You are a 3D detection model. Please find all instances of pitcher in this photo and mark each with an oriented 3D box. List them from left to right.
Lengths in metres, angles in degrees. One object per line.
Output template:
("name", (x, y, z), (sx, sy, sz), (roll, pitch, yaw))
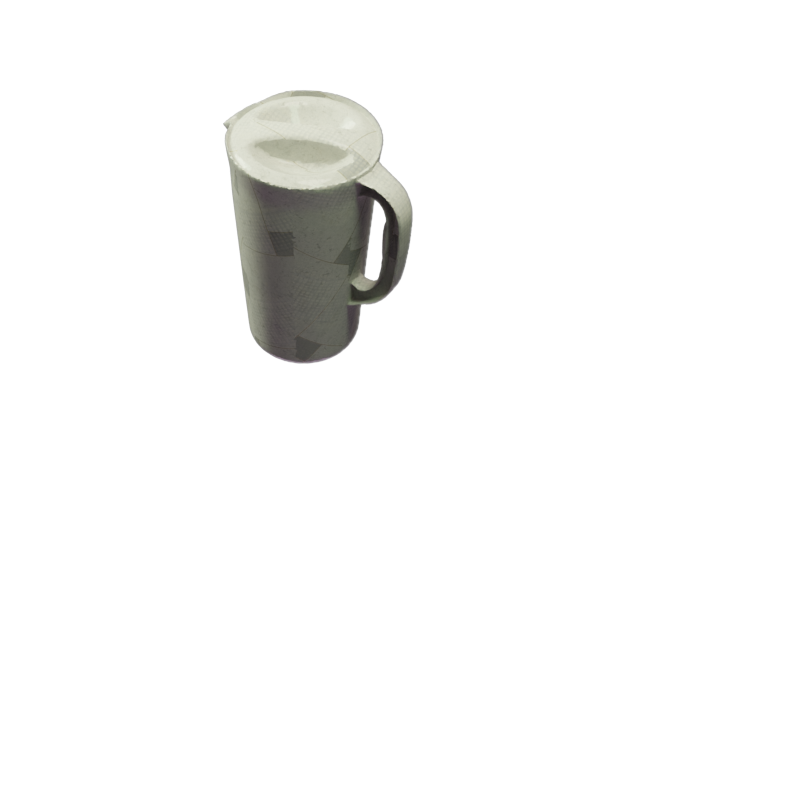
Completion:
("pitcher", (-0.078, -0.143, 0.999), (0.144, 0.161, 0.226), (-7, -42, -10))
